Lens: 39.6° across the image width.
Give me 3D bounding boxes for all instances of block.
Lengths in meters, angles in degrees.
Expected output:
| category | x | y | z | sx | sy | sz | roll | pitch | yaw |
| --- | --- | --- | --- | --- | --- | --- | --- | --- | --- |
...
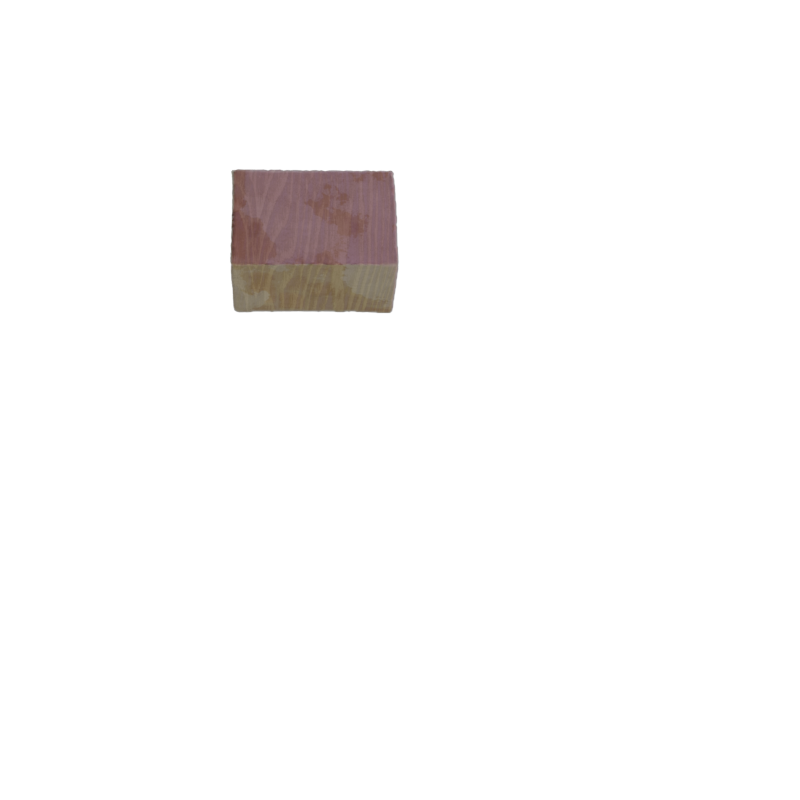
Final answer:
| category | x | y | z | sx | sy | sz | roll | pitch | yaw |
| --- | --- | --- | --- | --- | --- | --- | --- | --- | --- |
| block | -0.041 | -0.075 | 0.524 | 0.078 | 0.054 | 0.050 | 1 | -25 | -3 |
